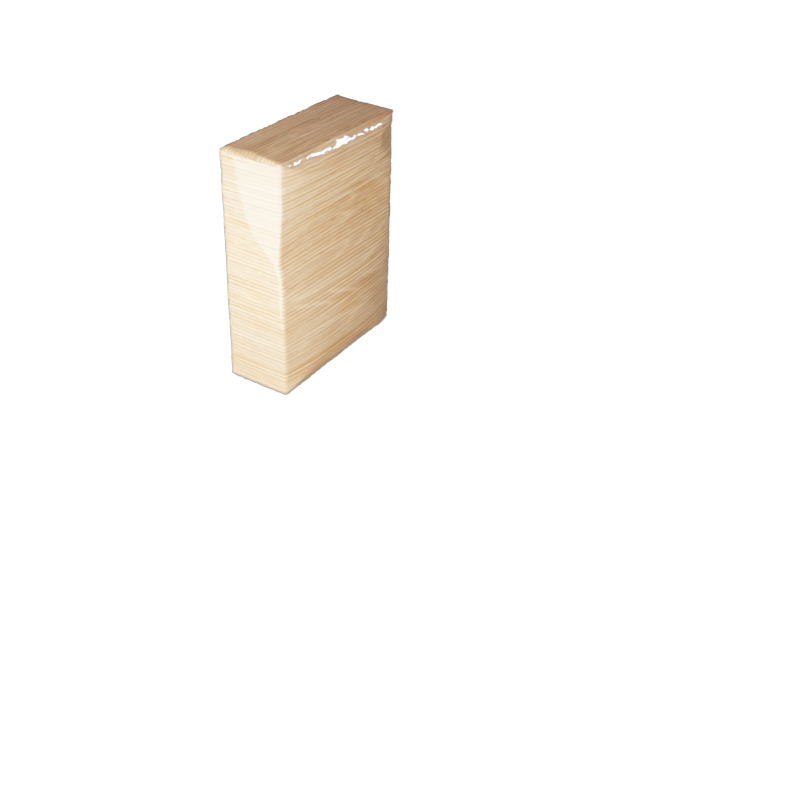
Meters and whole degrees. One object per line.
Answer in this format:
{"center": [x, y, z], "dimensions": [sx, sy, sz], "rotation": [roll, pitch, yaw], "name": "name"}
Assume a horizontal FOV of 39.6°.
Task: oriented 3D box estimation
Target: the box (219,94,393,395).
{"center": [-0.075, -0.138, 0.963], "dimensions": [0.076, 0.201, 0.165], "rotation": [19, 34, 27], "name": "box"}
